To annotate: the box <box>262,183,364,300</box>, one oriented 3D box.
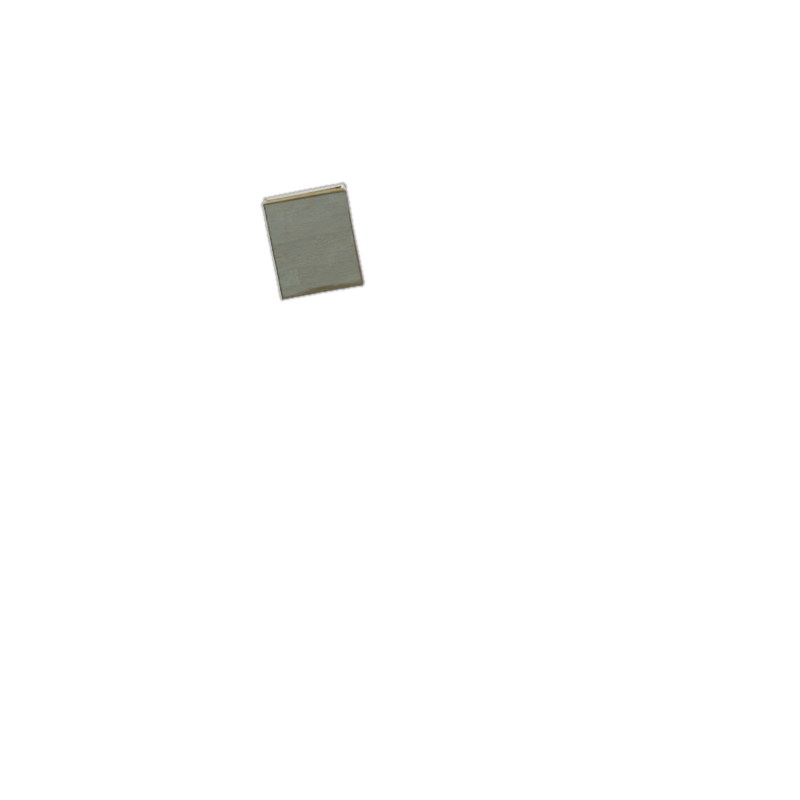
[{"bbox_3d":[-0.075,-0.137,0.957,0.073,0.087,0.031,-10,11,2],"label":"box"}]
